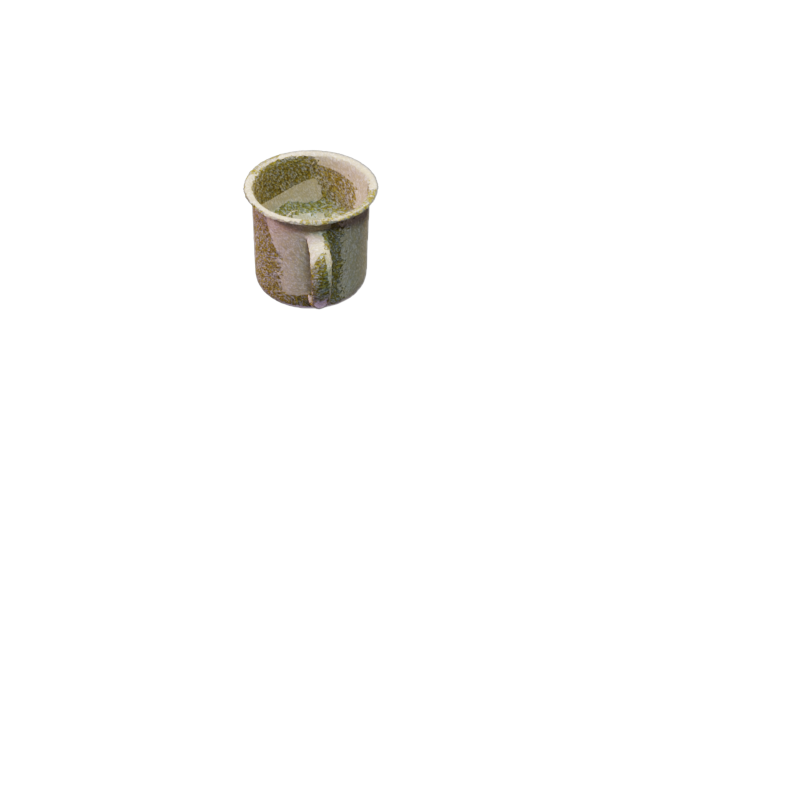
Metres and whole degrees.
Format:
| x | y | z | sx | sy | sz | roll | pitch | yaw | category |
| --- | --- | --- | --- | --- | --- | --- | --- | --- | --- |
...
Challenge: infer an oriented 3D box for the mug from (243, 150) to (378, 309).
| x | y | z | sx | sy | sz | roll | pitch | yaw | category |
| --- | --- | --- | --- | --- | --- | --- | --- | --- | --- |
| -0.061 | -0.111 | 0.779 | 0.092 | 0.076 | 0.126 | -6 | 41 | -9 | mug |
